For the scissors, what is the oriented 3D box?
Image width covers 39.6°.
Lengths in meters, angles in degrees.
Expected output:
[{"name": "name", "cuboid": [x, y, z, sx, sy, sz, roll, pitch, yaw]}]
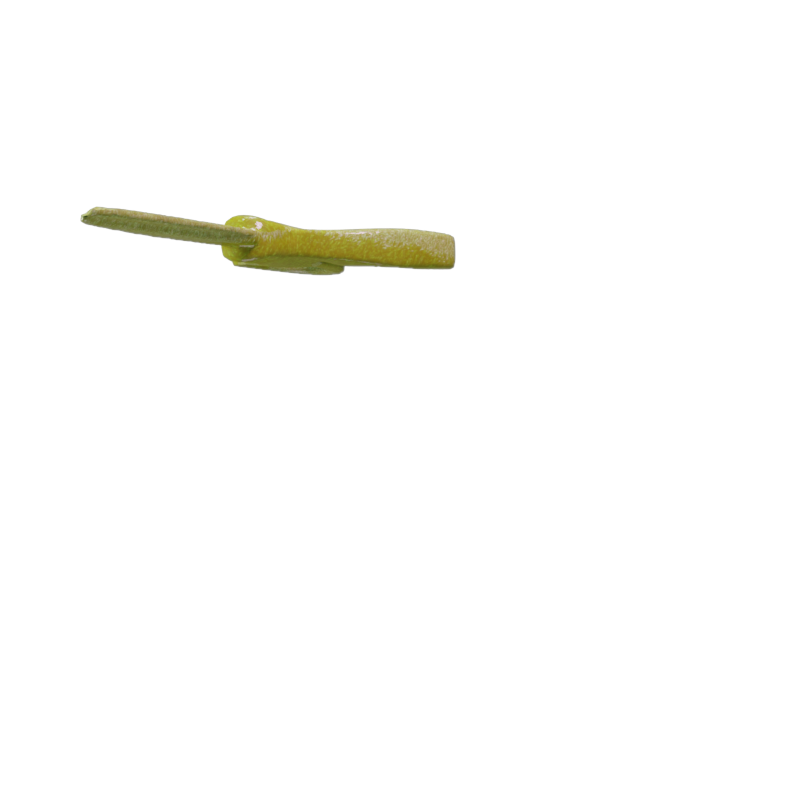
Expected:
[{"name": "scissors", "cuboid": [-0.029, -0.053, 0.371, 0.097, 0.016, 0.201, 0, 4, 3]}]
